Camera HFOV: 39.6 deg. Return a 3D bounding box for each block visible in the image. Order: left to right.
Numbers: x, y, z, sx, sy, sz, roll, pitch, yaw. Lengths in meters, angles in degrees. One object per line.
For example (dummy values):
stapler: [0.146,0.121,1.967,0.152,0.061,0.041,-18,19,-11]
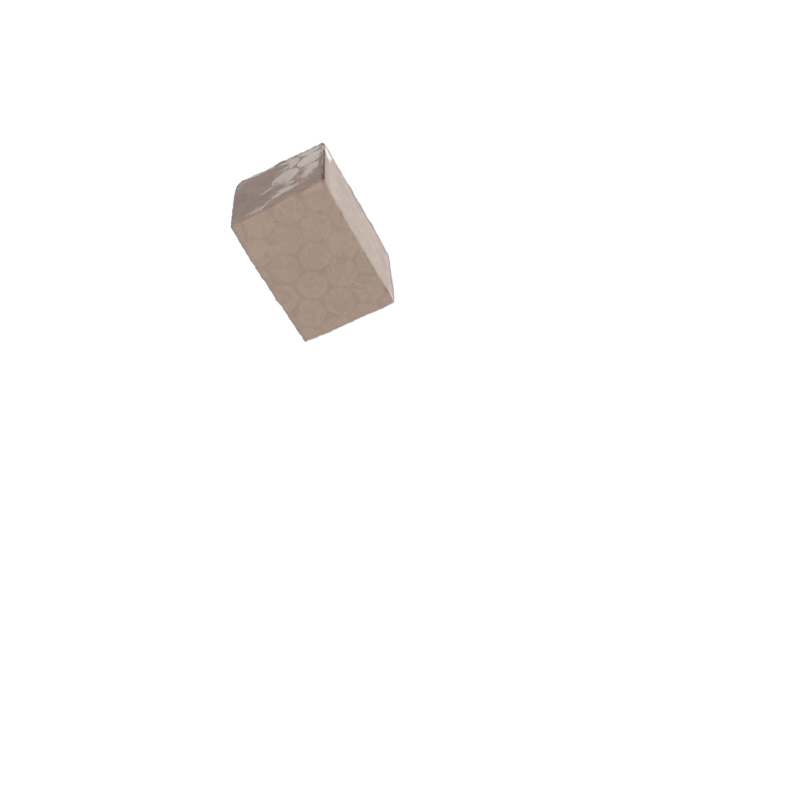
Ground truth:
block: [-0.044,-0.080,0.559,0.053,0.073,0.054,-24,29,12]
